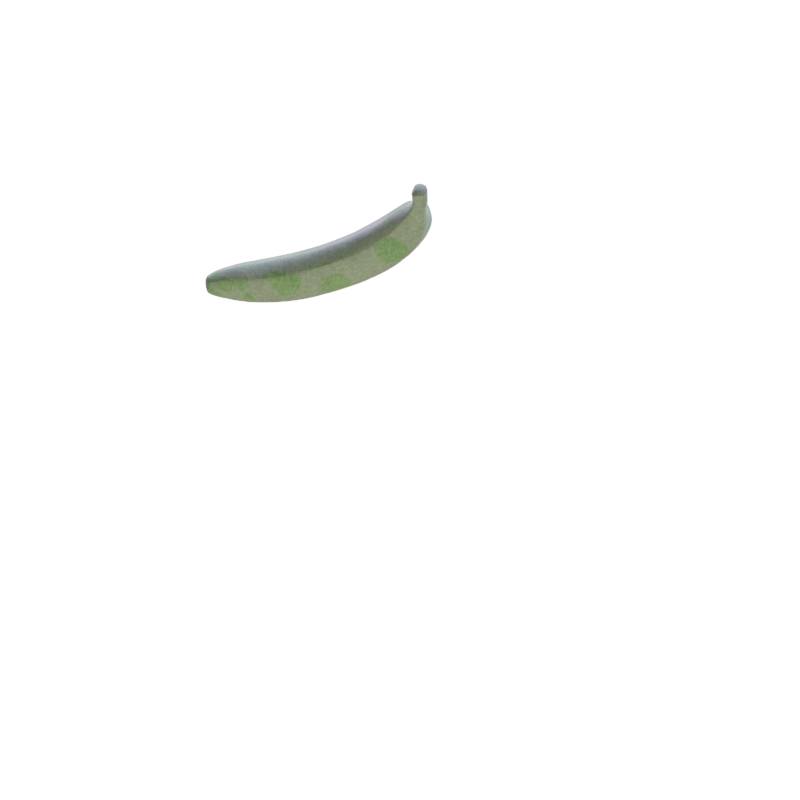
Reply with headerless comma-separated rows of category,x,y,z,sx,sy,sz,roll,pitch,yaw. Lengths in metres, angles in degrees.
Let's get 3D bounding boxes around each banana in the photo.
banana,-0.052,-0.110,0.836,0.199,0.039,0.064,-21,-42,25
